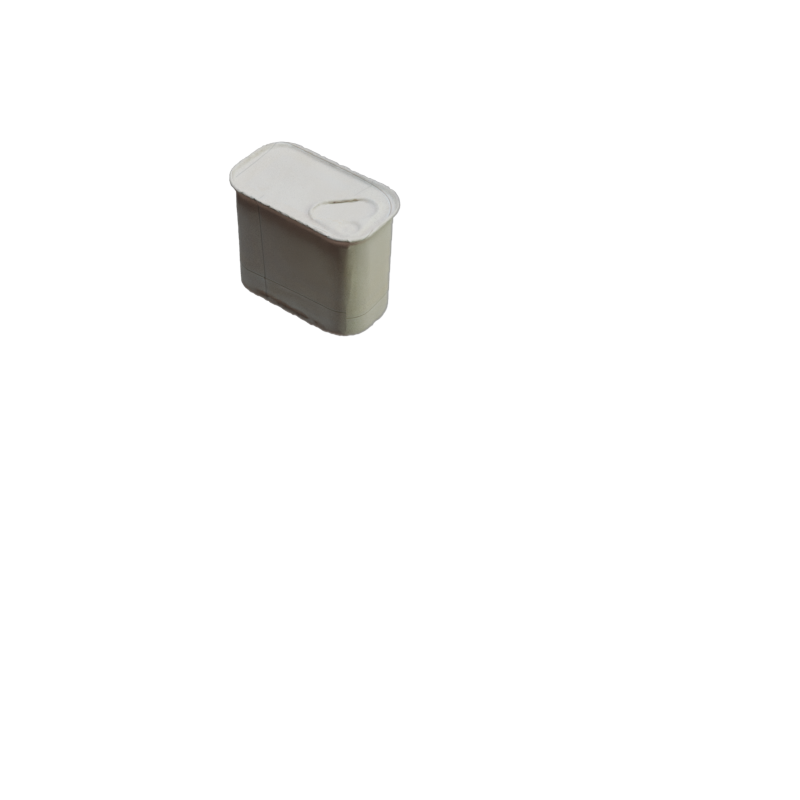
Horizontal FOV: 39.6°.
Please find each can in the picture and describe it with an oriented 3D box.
[{"bbox_3d":[-0.053,-0.096,0.673,0.108,0.078,0.058,29,50,25],"label":"can"}]
